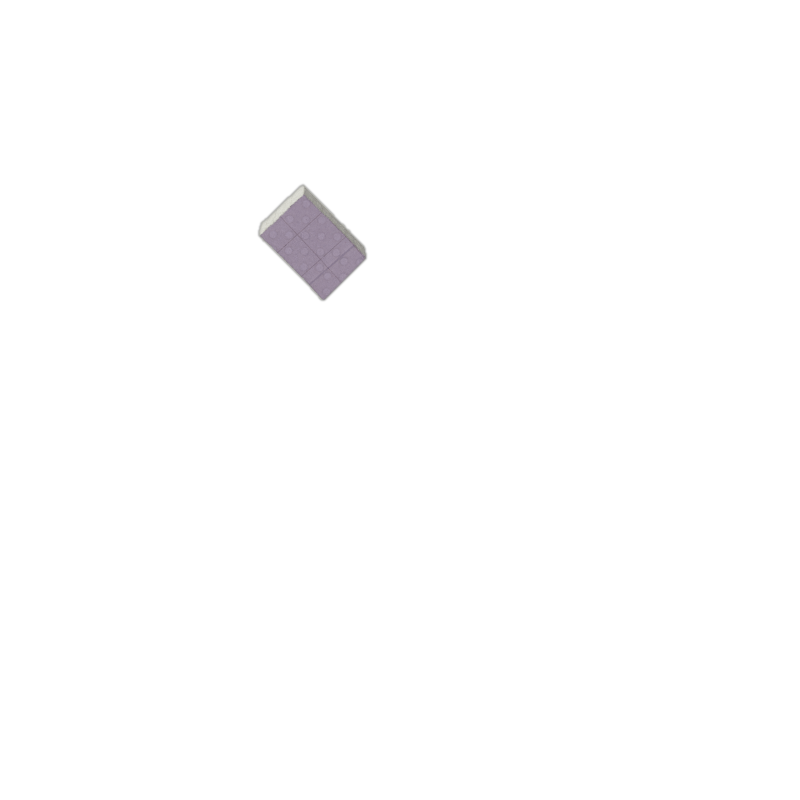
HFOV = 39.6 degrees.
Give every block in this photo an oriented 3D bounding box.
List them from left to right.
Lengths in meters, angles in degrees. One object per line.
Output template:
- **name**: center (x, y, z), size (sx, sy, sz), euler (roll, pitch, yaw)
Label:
- **block**: center (-0.073, -0.132, 0.928), size (0.052, 0.076, 0.053), euler (-43, 10, 8)
